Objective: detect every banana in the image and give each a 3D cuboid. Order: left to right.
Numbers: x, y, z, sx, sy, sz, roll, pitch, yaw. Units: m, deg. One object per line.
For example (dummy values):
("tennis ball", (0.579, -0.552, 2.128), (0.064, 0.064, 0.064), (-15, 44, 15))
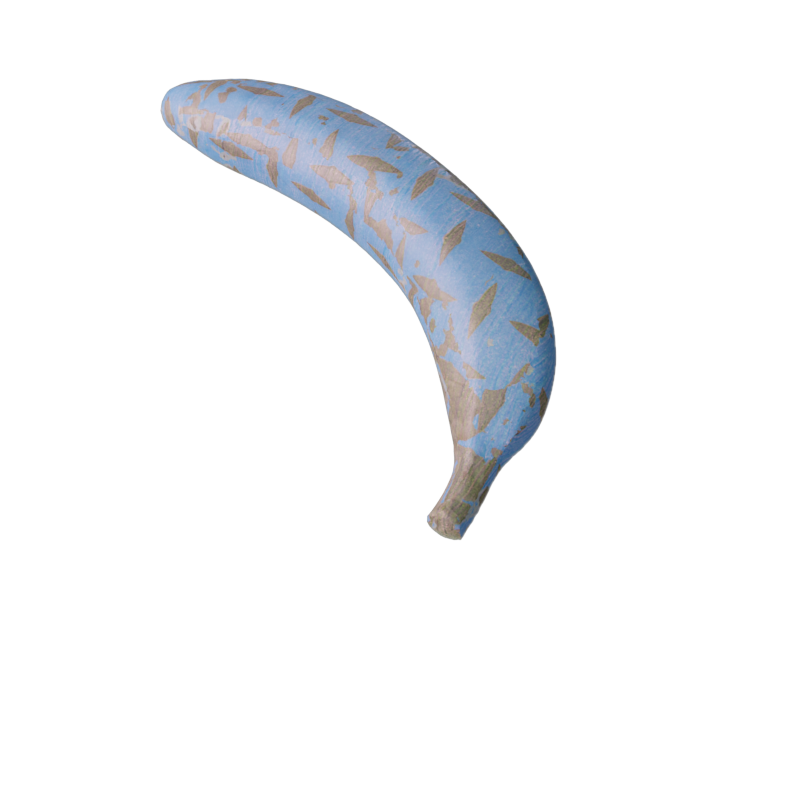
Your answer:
("banana", (-0.009, -0.054, 0.350), (0.069, 0.214, 0.034), (-22, -38, -19))
